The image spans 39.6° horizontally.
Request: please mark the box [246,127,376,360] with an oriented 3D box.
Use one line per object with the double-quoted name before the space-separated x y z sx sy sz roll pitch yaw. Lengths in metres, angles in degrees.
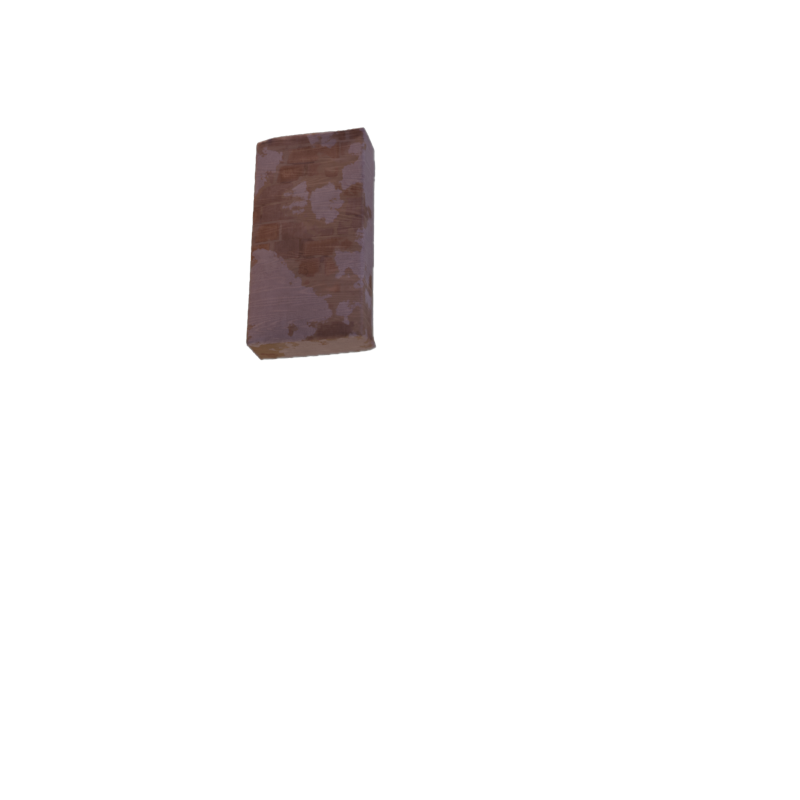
"box" -0.068 -0.123 0.861 0.095 0.185 0.045 -6 -22 12
